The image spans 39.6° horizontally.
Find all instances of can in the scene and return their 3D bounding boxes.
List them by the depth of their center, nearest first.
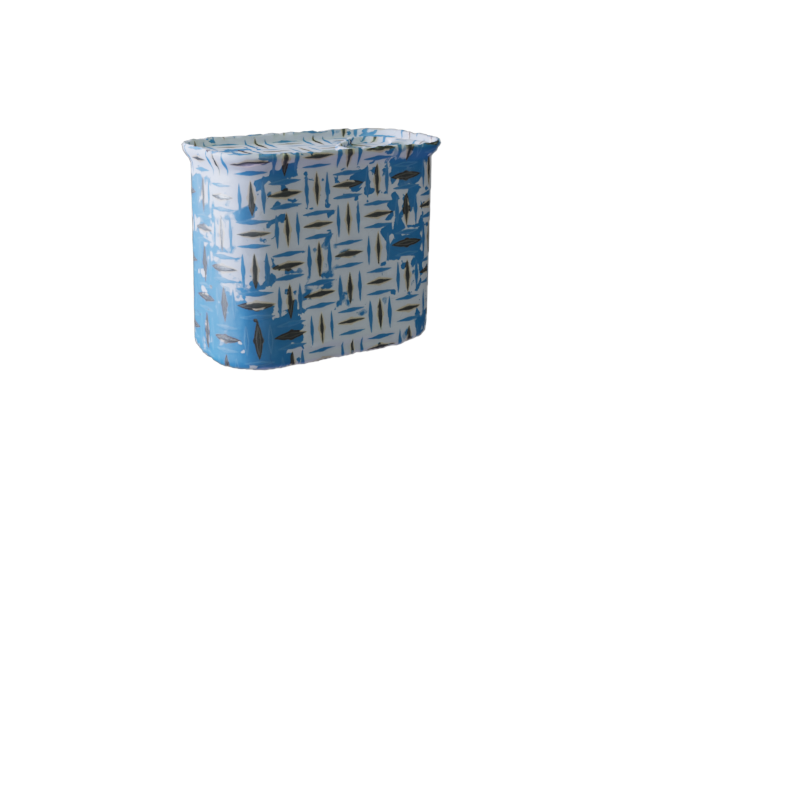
[{"bbox_3d":[-0.035,-0.064,0.449,0.099,0.081,0.061,-10,19,-31],"label":"can"}]
